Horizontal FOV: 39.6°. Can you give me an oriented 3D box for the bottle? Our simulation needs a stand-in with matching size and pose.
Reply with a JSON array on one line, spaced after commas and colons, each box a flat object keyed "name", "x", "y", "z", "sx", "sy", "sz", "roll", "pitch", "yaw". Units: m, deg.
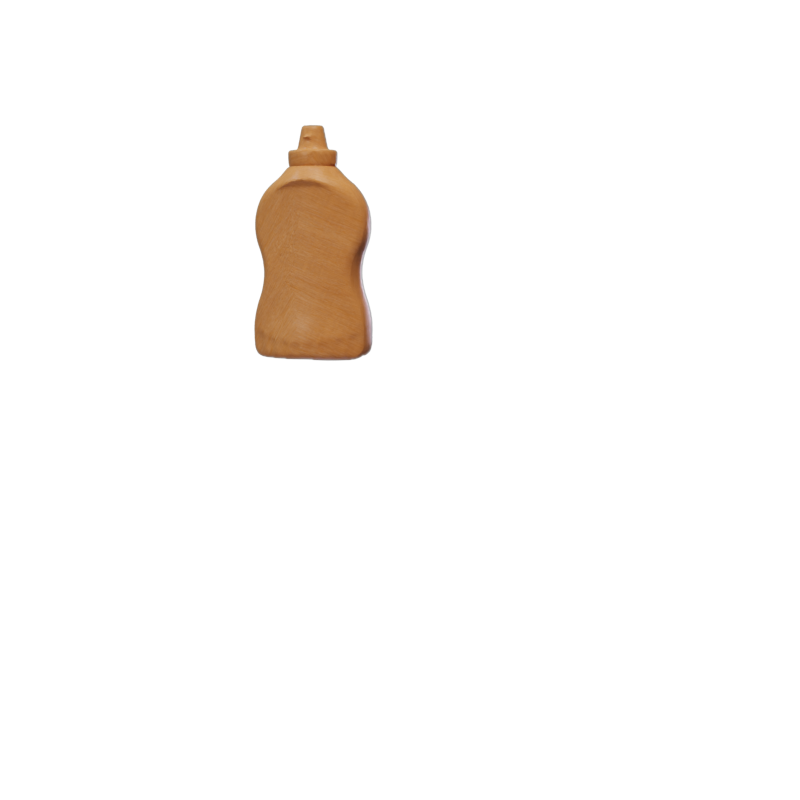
[{"name": "bottle", "x": -0.072, "y": -0.131, "z": 0.919, "sx": 0.098, "sy": 0.191, "sz": 0.057, "roll": 1, "pitch": 2, "yaw": 18}]
